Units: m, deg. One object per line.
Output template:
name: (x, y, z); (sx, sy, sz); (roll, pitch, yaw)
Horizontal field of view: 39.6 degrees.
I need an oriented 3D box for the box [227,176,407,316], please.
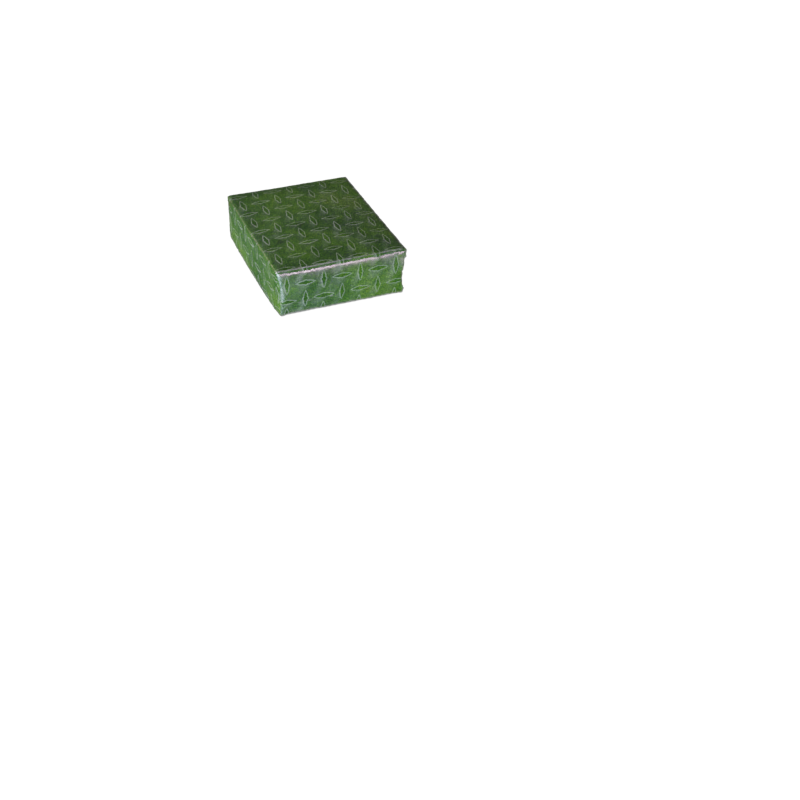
box: (-0.059, -0.107, 0.749); (0.089, 0.036, 0.123); (-13, 40, -17)
